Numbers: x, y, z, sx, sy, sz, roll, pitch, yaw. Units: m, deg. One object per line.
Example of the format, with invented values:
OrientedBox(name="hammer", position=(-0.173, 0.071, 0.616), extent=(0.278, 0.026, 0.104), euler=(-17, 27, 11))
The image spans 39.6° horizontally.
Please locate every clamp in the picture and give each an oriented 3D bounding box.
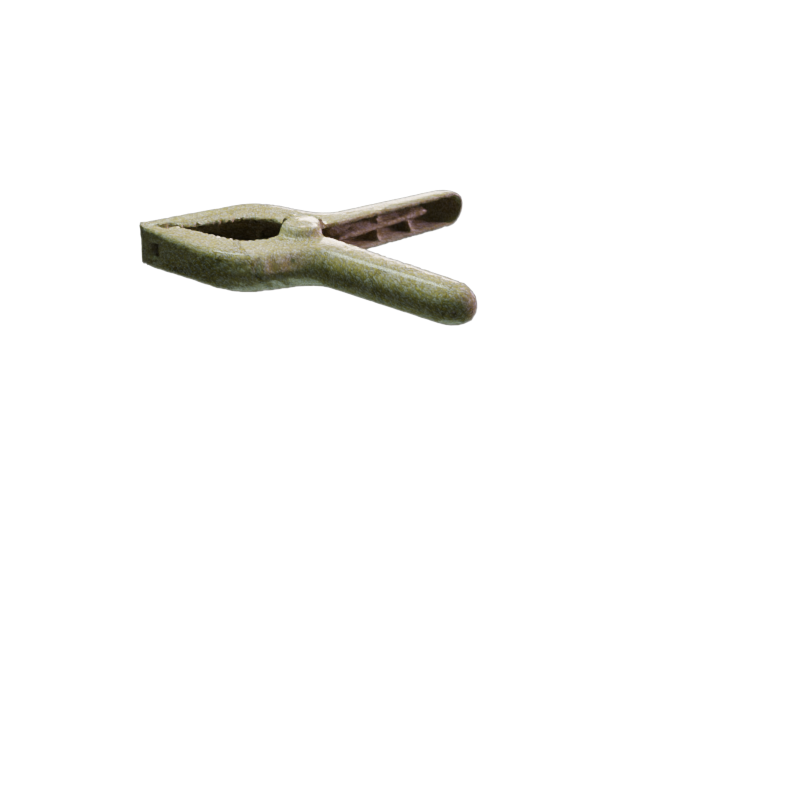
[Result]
OrientedBox(name="clamp", position=(-0.054, -0.098, 0.689), extent=(0.213, 0.034, 0.171), euler=(5, 29, 8))
